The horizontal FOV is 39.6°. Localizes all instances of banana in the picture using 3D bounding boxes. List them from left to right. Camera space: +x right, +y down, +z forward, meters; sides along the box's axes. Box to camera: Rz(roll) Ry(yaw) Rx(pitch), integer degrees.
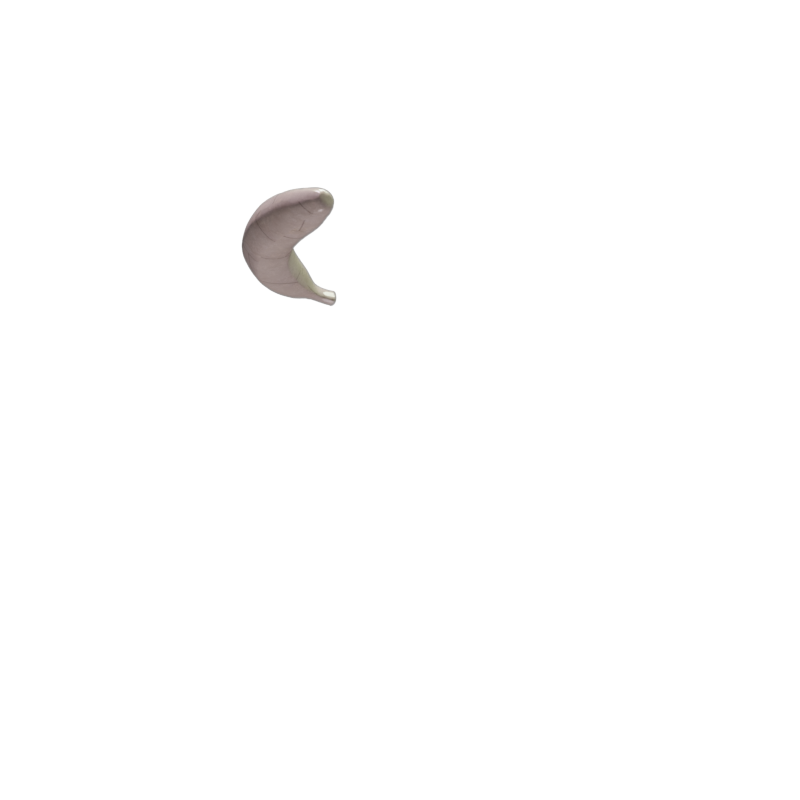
[{"bbox_3d":[-0.082,-0.114,0.807,0.069,0.038,0.190,0,-13,-2],"label":"banana"}]
